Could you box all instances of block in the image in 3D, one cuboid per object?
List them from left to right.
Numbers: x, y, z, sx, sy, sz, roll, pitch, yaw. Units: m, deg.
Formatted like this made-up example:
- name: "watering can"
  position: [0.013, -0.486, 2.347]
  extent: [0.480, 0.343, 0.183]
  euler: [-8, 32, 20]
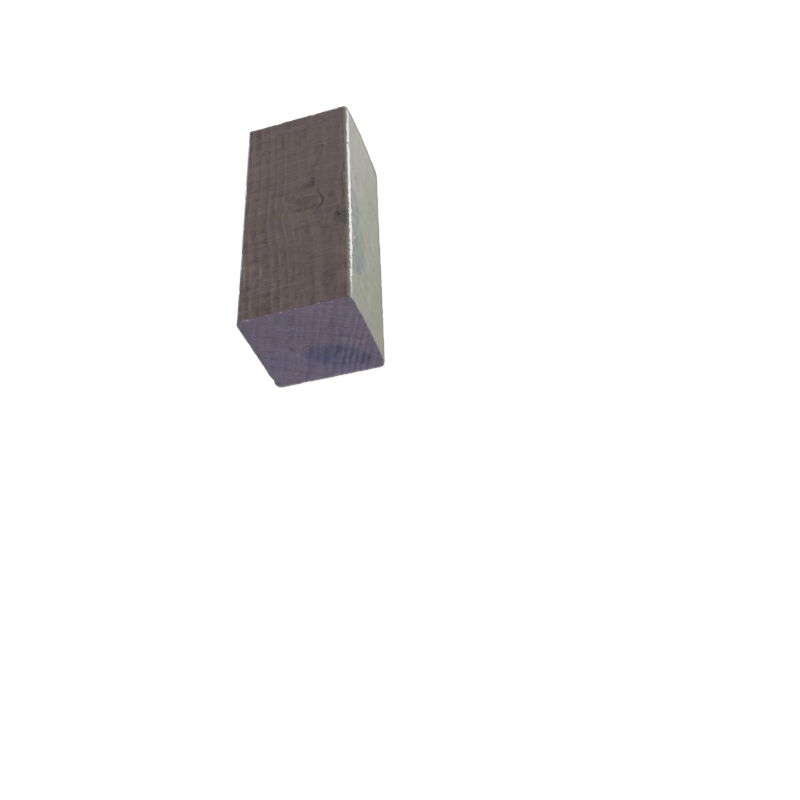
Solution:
- name: "block"
  position: [-0.069, -0.126, 0.887]
  extent: [0.091, 0.221, 0.083]
  euler: [-13, -40, 12]
